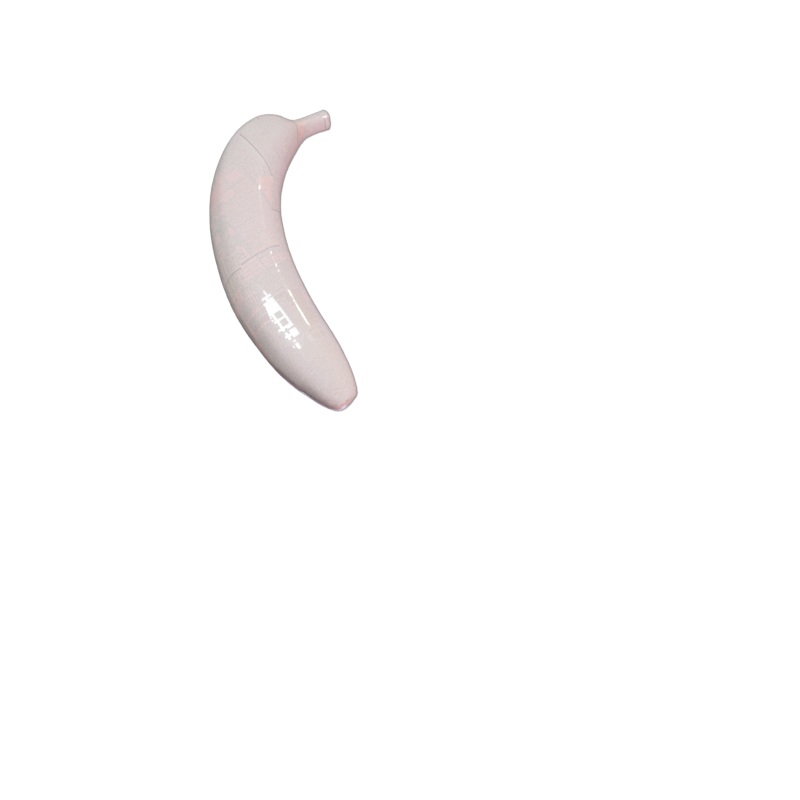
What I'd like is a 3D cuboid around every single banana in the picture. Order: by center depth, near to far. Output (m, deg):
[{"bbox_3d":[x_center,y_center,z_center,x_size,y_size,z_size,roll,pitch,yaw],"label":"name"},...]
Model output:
[{"bbox_3d":[-0.063,-0.084,0.570,0.069,0.212,0.034,-4,-35,-4],"label":"banana"}]
